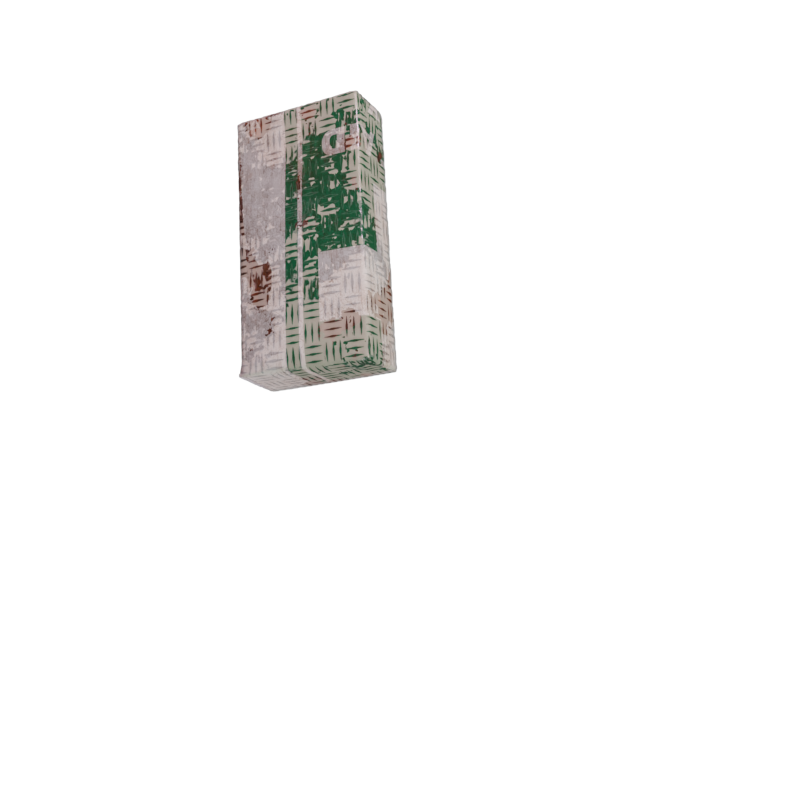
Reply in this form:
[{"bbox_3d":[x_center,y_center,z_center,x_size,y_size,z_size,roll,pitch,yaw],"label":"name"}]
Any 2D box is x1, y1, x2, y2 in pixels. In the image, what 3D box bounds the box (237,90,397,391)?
[{"bbox_3d":[-0.055,-0.100,0.704,0.095,0.185,0.045,-11,-23,25],"label":"box"}]
